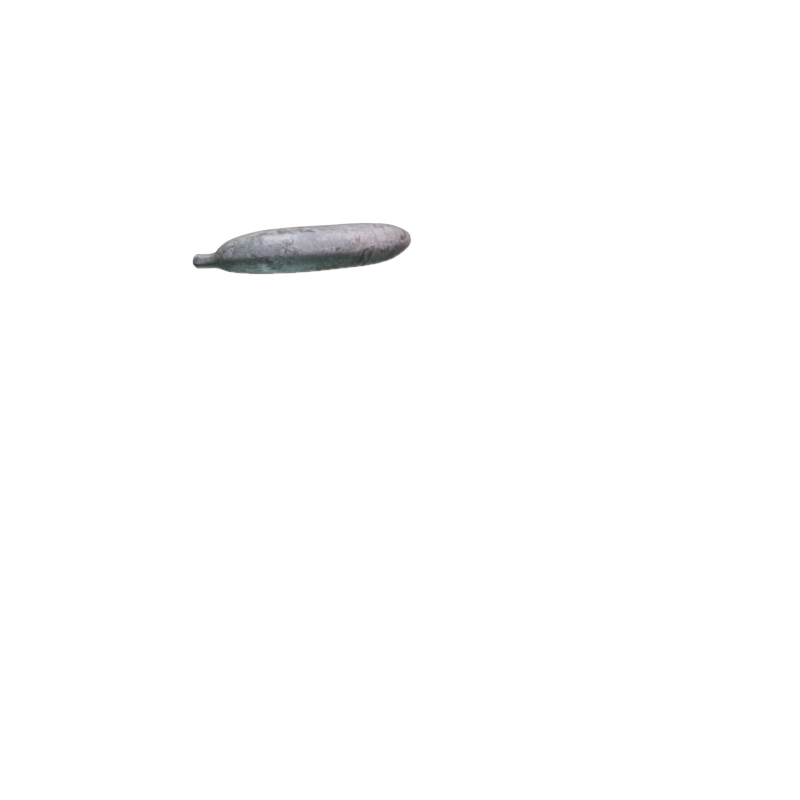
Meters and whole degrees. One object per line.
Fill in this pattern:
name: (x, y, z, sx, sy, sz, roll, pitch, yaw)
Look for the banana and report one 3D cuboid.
banana: (-0.069, -0.128, 0.920, 0.193, 0.036, 0.073, -7, 17, -23)
